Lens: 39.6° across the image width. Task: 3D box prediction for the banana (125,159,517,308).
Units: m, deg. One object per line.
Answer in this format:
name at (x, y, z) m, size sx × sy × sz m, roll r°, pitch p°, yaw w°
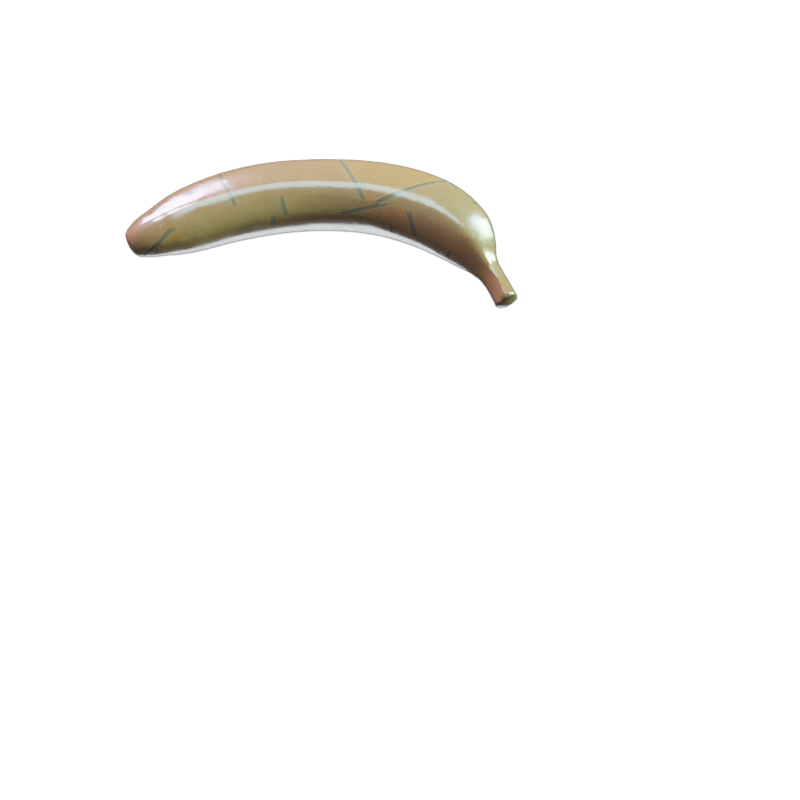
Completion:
banana at (-0.037, -0.094, 0.565) m, size 0.200 × 0.074 × 0.034 m, roll 7°, pitch -39°, yaw 6°
